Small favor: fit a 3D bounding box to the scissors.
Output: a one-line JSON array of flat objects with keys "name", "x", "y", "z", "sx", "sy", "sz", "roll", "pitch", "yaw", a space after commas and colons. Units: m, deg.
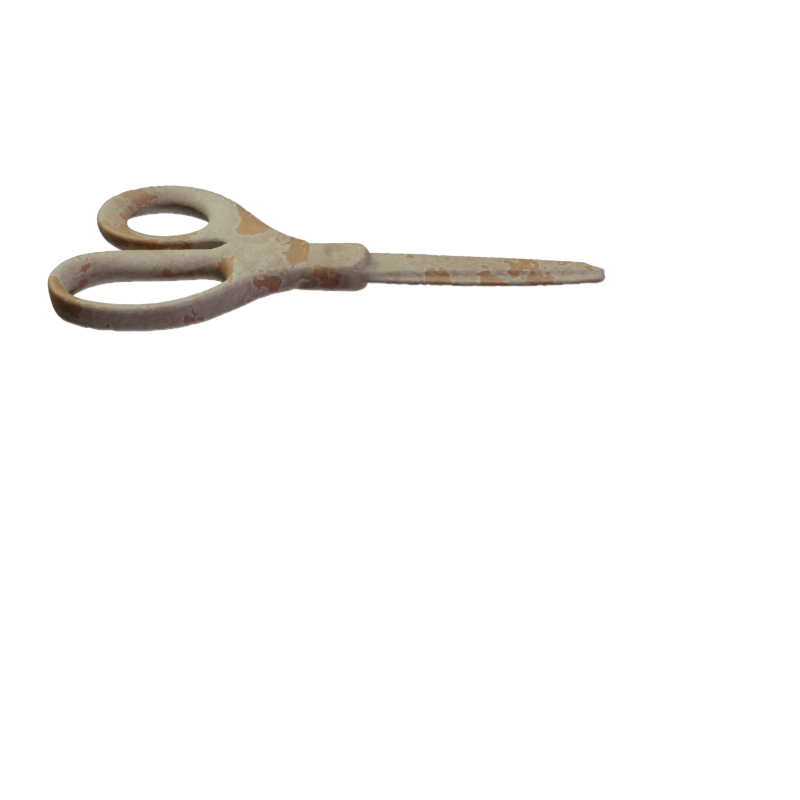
[{"name": "scissors", "x": -0.034, "y": -0.061, "z": 0.431, "sx": 0.199, "sy": 0.015, "sz": 0.104, "roll": -8, "pitch": 39, "yaw": -11}]
